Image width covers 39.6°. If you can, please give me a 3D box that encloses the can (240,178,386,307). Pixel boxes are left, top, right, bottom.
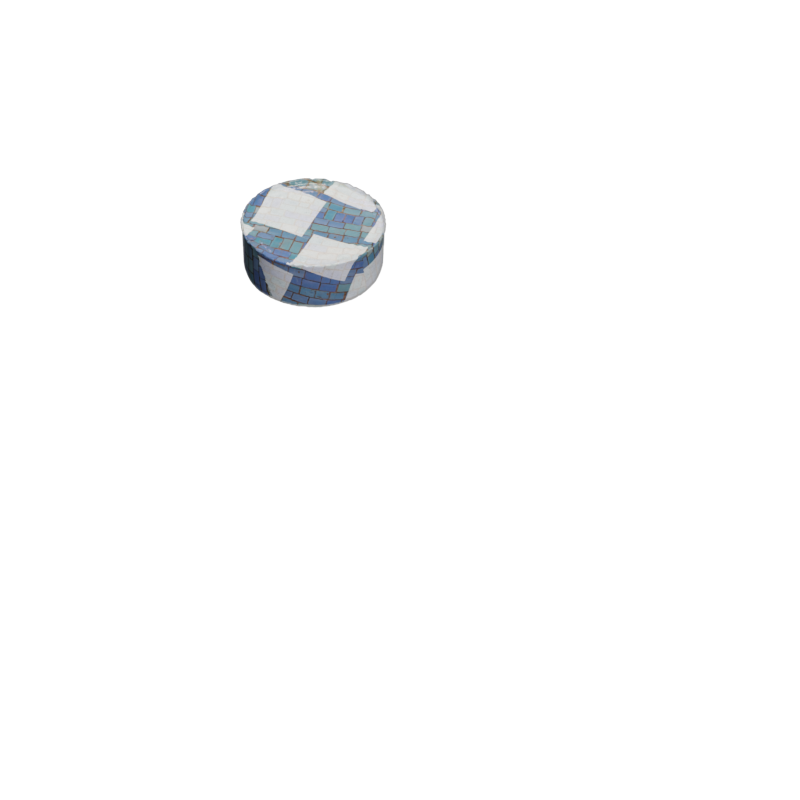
[{"bbox_3d":[-0.052,-0.095,0.662,0.086,0.031,0.092,-1,43,-2],"label":"can"}]
